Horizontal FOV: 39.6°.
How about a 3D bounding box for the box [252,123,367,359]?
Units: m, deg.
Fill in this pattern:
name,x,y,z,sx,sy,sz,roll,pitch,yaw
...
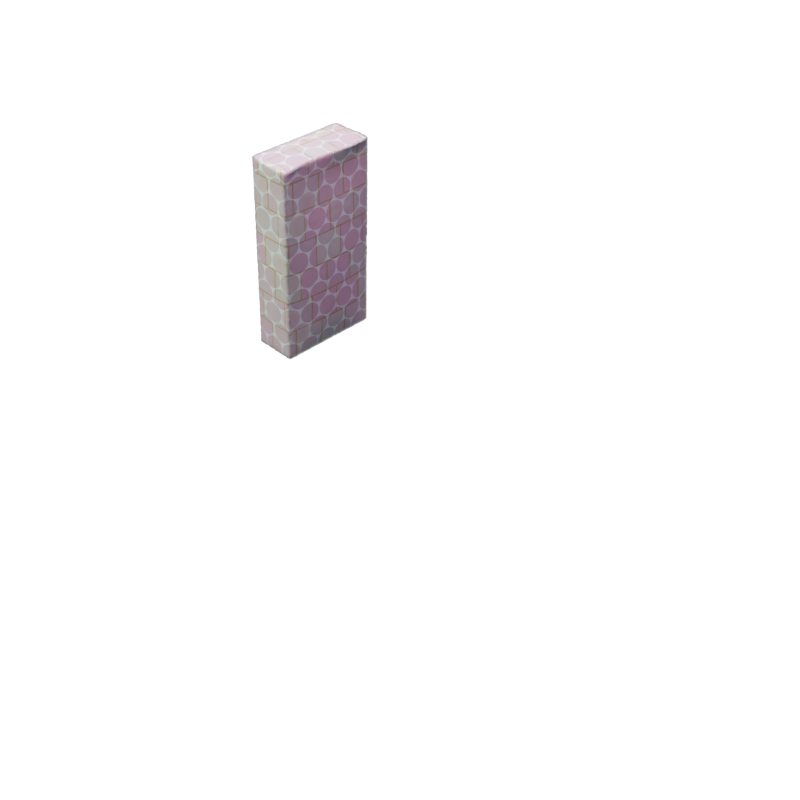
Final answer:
name,x,y,z,sx,sy,sz,roll,pitch,yaw
box,-0.071,-0.130,0.914,0.051,0.165,0.093,31,44,34
